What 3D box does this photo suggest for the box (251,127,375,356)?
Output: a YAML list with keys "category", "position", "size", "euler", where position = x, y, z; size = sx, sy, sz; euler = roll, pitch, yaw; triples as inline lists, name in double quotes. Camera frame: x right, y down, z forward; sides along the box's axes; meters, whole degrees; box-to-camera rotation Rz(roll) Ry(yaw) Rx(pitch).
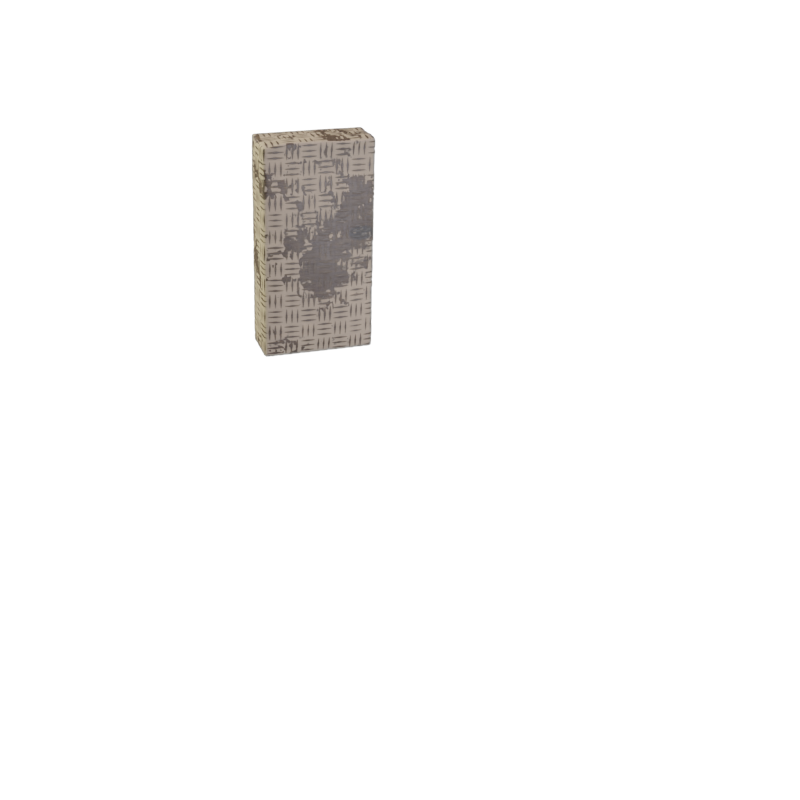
- category: "box"
  position: [-0.070, -0.127, 0.889]
  size: [0.092, 0.168, 0.051]
  euler: [-6, 24, -16]
